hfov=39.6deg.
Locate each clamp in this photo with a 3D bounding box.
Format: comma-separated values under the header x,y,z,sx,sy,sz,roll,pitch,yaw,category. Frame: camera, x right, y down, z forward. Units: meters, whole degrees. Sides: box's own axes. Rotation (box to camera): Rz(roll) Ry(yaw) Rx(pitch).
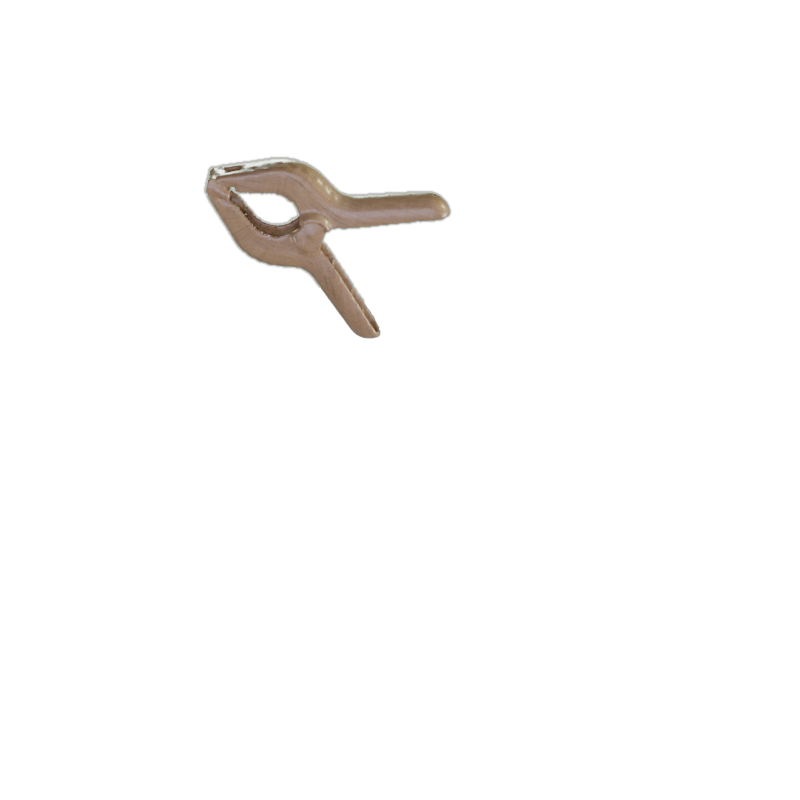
x,y,z,sx,sy,sz,roll,pitch,yaw,category
-0.062,-0.114,0.795,0.170,0.117,0.041,17,15,-5,clamp
